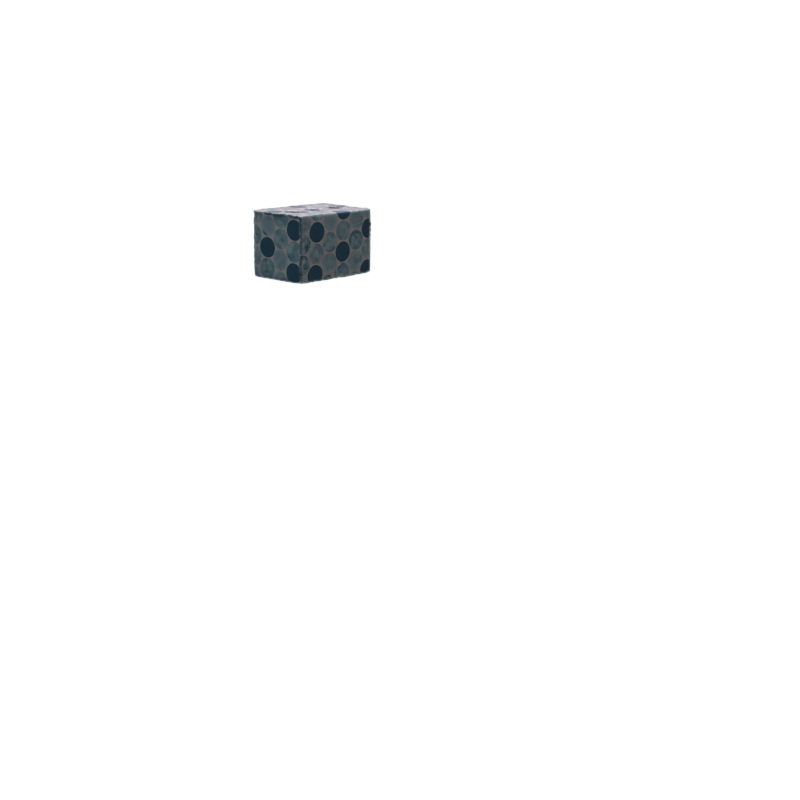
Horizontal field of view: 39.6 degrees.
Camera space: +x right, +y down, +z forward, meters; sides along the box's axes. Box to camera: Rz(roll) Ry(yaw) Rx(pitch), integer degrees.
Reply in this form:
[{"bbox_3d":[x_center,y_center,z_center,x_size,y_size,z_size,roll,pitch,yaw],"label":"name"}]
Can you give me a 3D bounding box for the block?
[{"bbox_3d":[-0.066,-0.120,0.843,0.055,0.050,0.076,11,17,41],"label":"block"}]
